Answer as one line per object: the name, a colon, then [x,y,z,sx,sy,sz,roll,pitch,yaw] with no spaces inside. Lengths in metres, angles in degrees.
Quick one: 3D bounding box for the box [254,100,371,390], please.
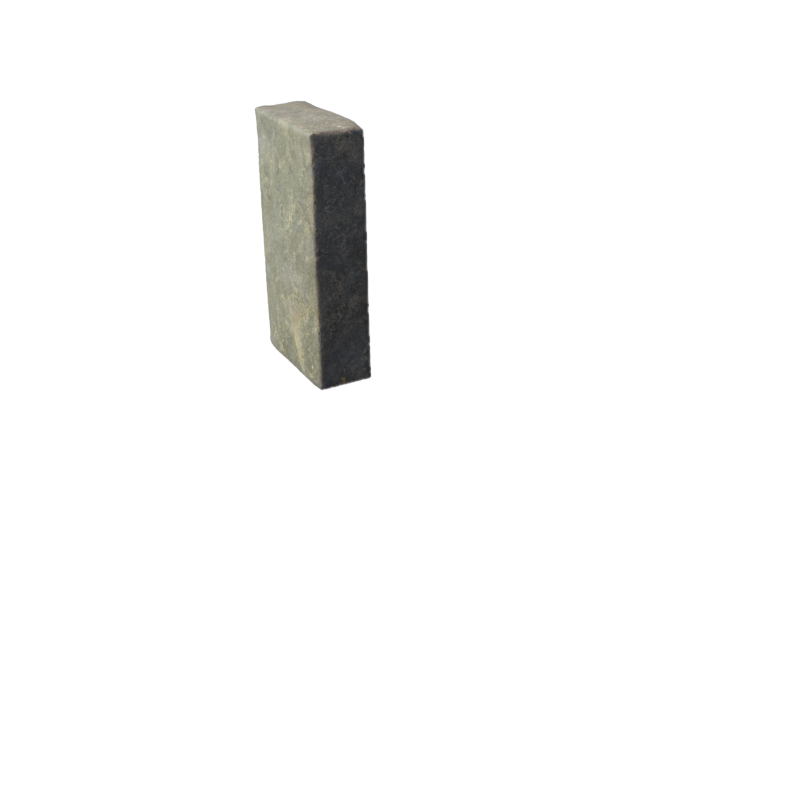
box: [-0.058,-0.107,0.751,0.047,0.168,0.100,-9,24,-26]
